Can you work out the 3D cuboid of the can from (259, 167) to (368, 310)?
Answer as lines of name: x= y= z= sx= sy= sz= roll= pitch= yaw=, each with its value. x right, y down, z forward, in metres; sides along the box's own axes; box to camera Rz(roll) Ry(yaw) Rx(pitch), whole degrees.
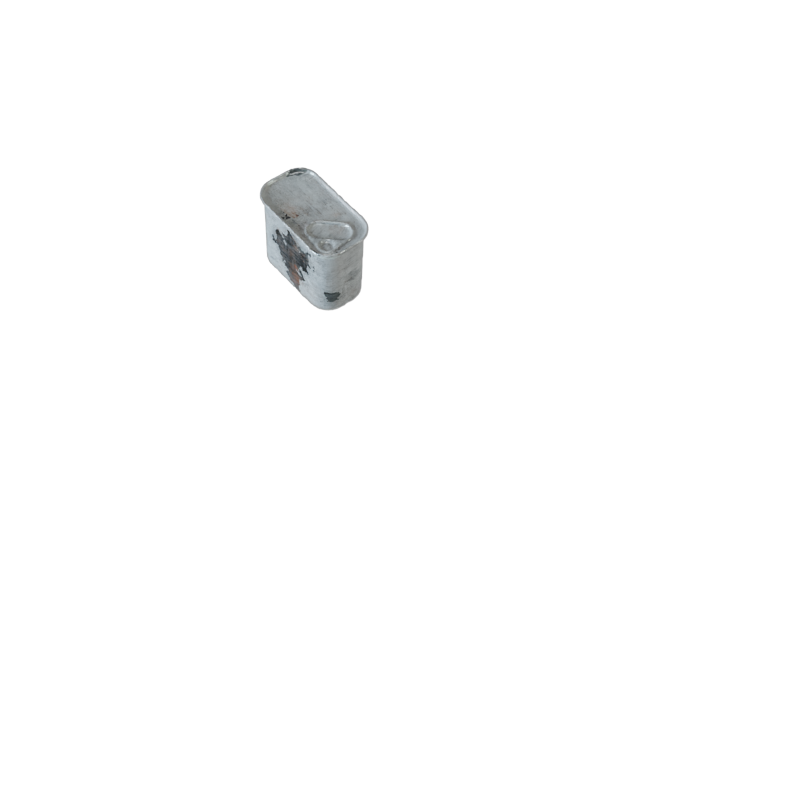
can: x=-0.076 y=-0.138 z=0.968 sx=0.058 sy=0.109 sz=0.078 roll=-32 pitch=-30 yaw=-23
